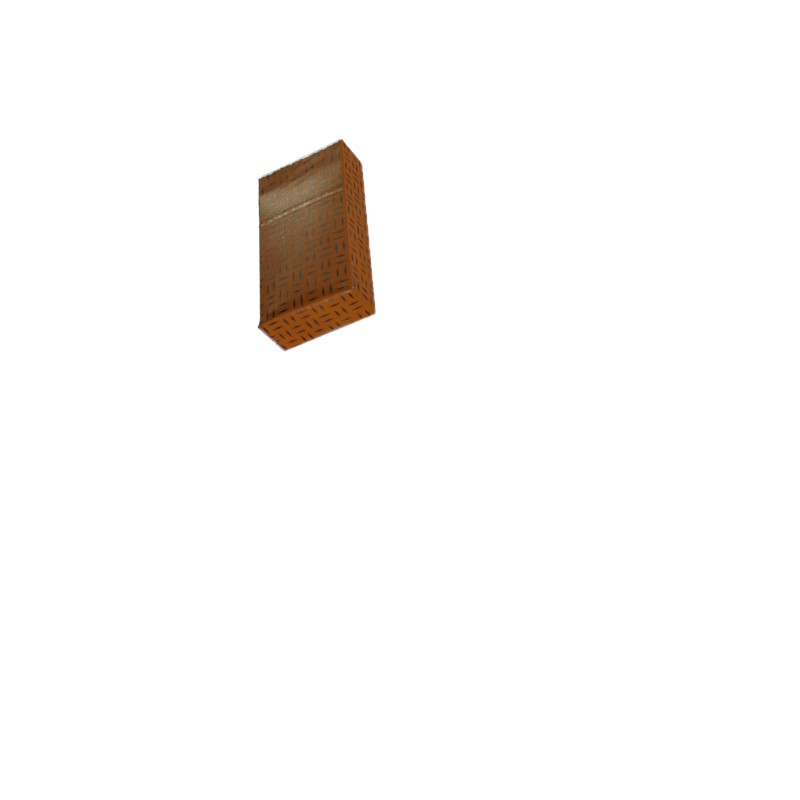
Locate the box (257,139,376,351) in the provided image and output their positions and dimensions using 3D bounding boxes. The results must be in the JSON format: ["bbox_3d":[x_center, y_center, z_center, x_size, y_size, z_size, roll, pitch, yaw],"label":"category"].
[{"bbox_3d":[-0.074,-0.136,0.952,0.094,0.189,0.044,-22,-43,21],"label":"box"}]
